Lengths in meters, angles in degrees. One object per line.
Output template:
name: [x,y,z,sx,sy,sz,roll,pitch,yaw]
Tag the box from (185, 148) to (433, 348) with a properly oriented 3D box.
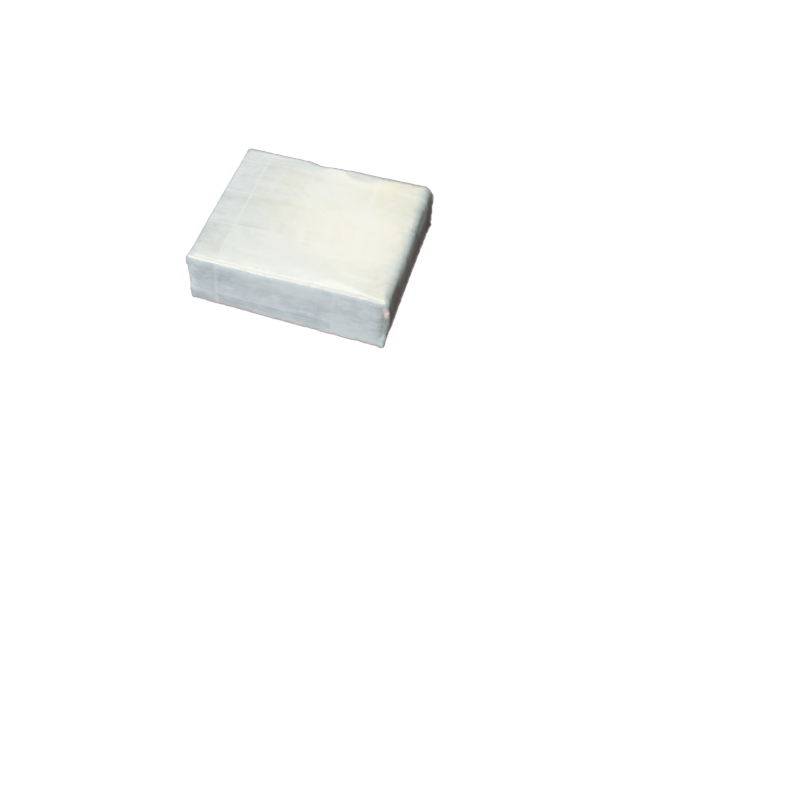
box: [-0.037,-0.069,0.480,0.091,0.077,0.028,14,-39,11]
